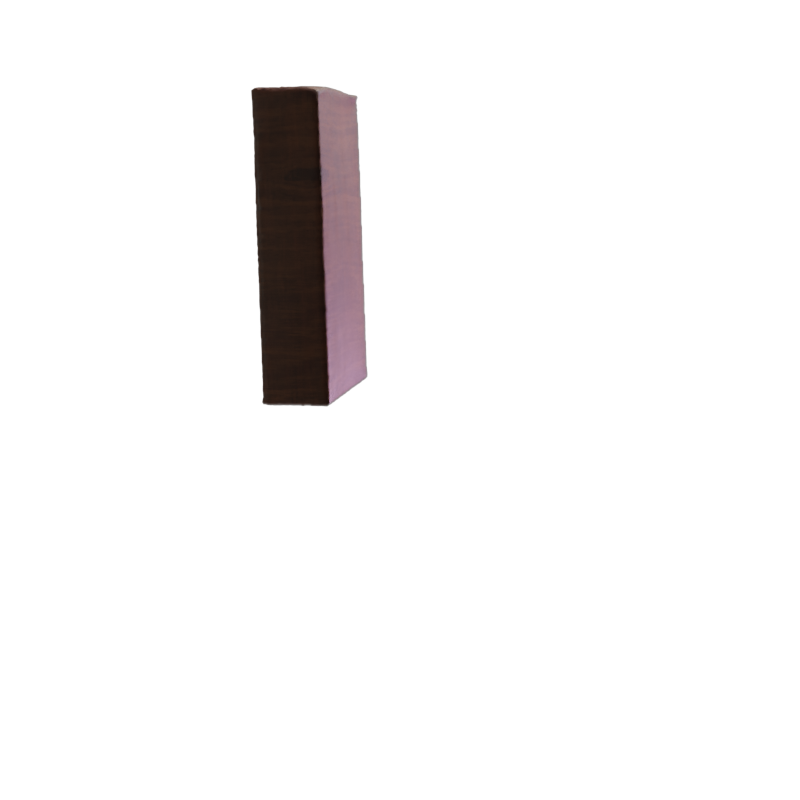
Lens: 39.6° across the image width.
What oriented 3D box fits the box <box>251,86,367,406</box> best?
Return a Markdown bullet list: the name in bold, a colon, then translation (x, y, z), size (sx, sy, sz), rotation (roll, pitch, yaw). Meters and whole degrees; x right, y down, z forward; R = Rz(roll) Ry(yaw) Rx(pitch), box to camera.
- **box**: translation (-0.050, -0.092, 0.647), size (0.049, 0.174, 0.093), rotation (1, 6, 13)
